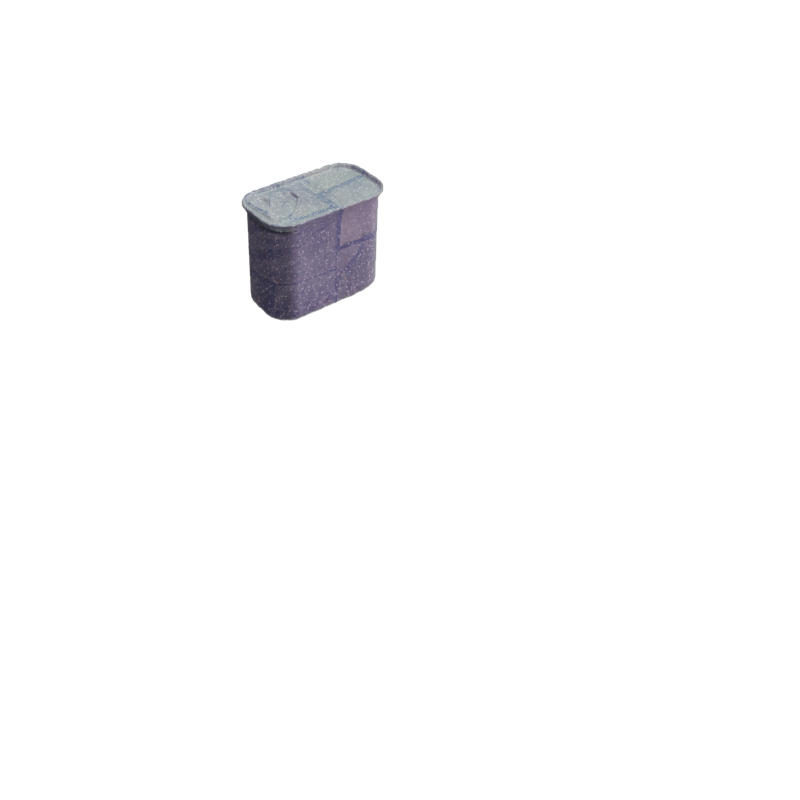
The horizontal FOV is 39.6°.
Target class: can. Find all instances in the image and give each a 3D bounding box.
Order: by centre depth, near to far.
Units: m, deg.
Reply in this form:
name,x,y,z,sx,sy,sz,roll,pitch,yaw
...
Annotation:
name,x,y,z,sx,sy,sz,roll,pitch,yaw
can,-0.064,-0.116,0.814,0.101,0.078,0.062,-24,43,-30
